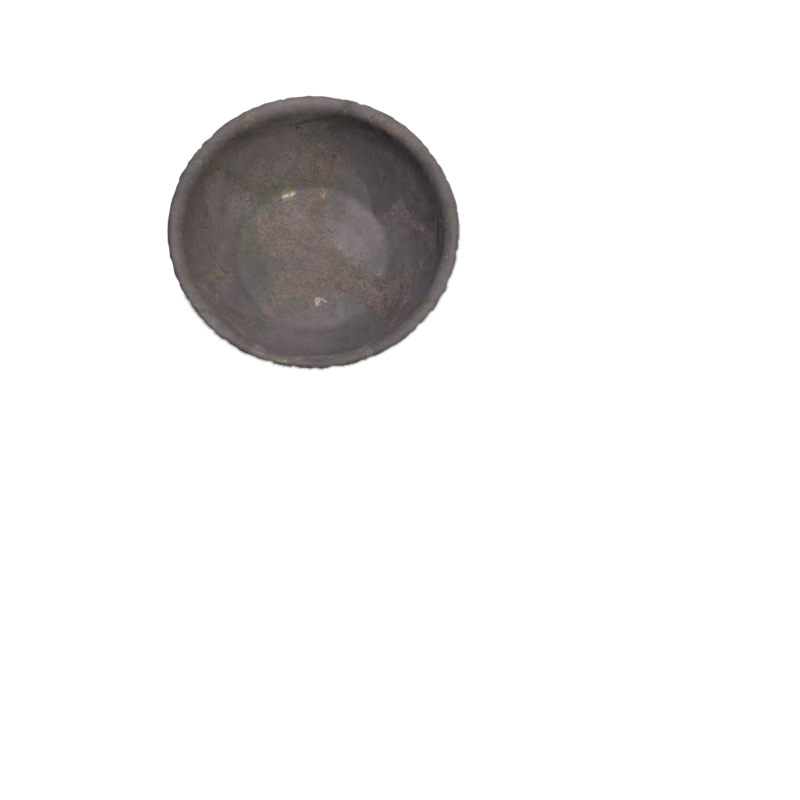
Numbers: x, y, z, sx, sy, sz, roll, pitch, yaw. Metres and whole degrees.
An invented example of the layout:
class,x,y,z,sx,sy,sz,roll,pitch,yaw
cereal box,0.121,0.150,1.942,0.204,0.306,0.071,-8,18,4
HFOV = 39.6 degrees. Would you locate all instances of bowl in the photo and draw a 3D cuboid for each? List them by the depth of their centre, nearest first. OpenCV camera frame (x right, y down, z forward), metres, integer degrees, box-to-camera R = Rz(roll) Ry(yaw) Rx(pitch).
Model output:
class,x,y,z,sx,sy,sz,roll,pitch,yaw
bowl,-0.050,-0.091,0.637,0.162,0.169,0.053,-1,-19,-1
